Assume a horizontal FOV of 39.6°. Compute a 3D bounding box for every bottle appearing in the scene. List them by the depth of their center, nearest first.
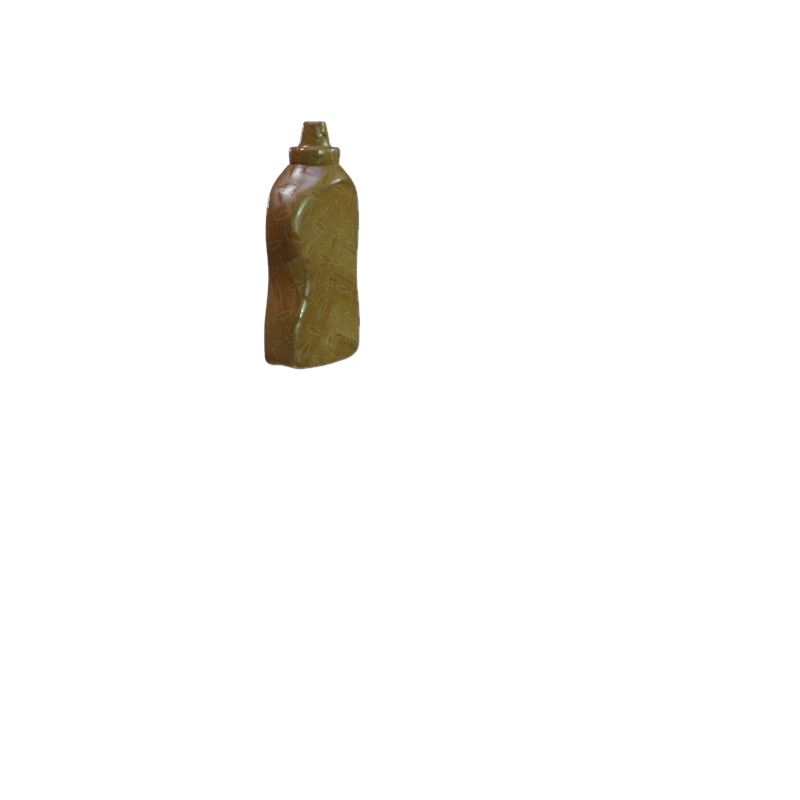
[{"bbox_3d":[-0.069,-0.127,0.888,0.061,0.188,0.094,6,10,34],"label":"bottle"}]
